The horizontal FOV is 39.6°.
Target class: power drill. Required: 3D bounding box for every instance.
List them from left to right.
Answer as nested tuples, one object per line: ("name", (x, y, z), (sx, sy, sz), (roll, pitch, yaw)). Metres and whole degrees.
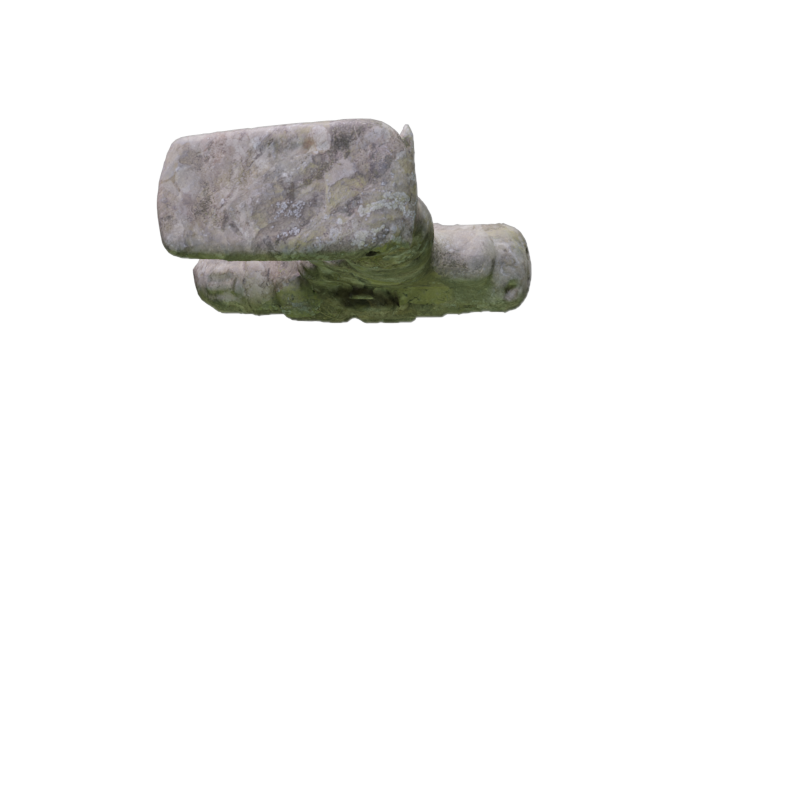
("power drill", (-0.041, -0.075, 0.527), (0.188, 0.059, 0.180), (-2, -6, 17))
